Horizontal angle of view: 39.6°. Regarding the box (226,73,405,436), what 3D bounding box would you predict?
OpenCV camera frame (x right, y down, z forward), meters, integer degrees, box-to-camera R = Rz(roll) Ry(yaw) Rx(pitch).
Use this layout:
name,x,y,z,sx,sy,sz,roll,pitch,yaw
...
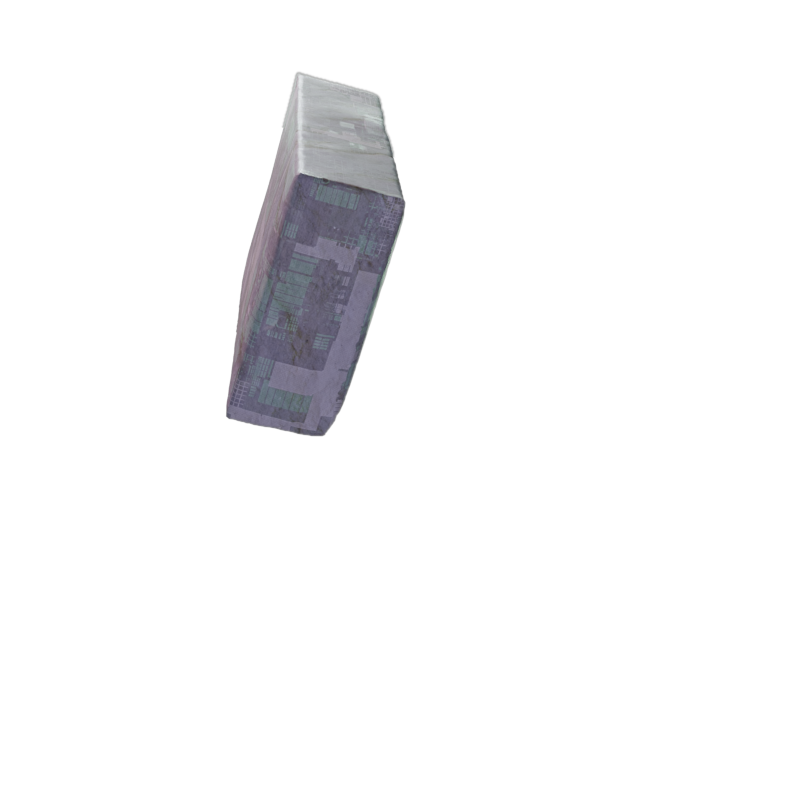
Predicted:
name,x,y,z,sx,sy,sz,roll,pitch,yaw
box,-0.057,-0.104,0.727,0.071,0.157,0.226,14,26,-12
